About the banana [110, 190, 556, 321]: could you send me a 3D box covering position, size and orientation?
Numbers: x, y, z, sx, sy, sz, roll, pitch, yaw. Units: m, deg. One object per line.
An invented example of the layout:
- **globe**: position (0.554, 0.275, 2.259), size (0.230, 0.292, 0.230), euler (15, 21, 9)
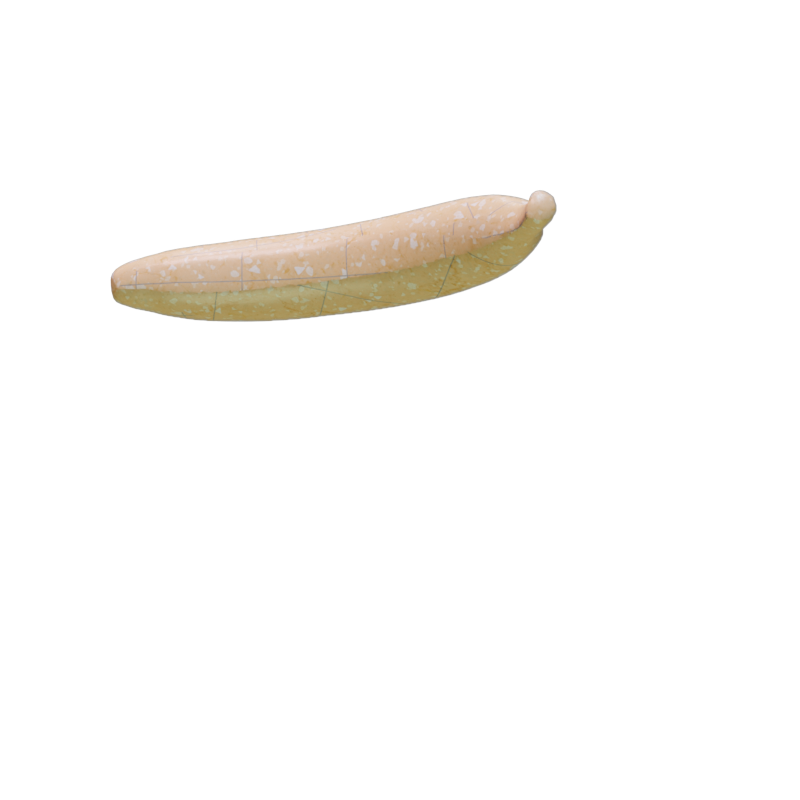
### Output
- **banana**: position (-0.024, -0.060, 0.462), size (0.201, 0.039, 0.065), euler (-8, -20, 25)
